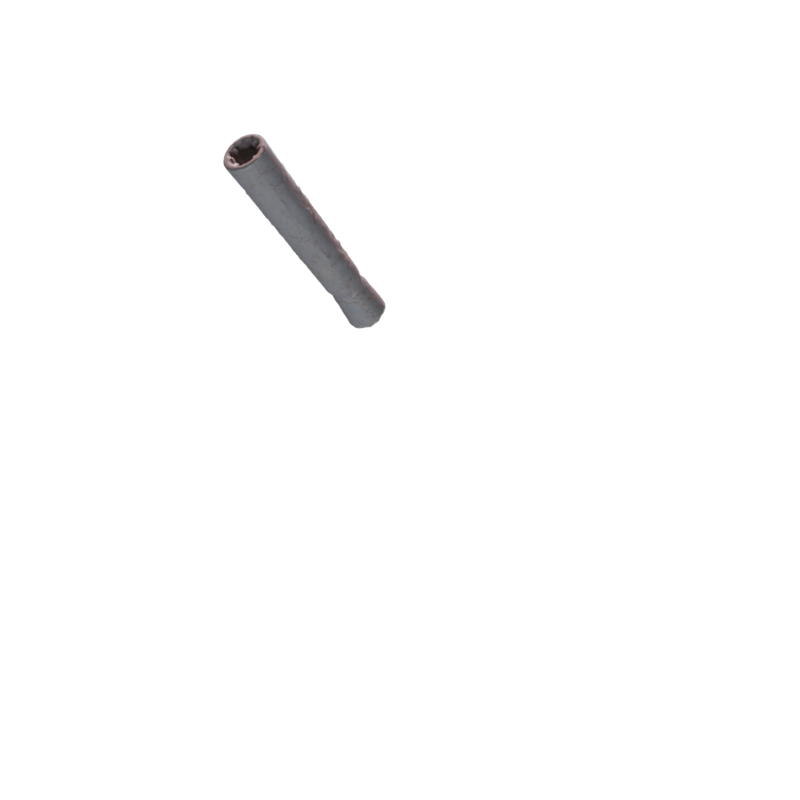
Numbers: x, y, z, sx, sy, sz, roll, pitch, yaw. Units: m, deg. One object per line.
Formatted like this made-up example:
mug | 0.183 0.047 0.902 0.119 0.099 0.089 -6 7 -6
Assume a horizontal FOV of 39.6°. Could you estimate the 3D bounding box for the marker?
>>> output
marker | -0.037 -0.067 0.469 0.020 0.021 0.112 2 -30 31
